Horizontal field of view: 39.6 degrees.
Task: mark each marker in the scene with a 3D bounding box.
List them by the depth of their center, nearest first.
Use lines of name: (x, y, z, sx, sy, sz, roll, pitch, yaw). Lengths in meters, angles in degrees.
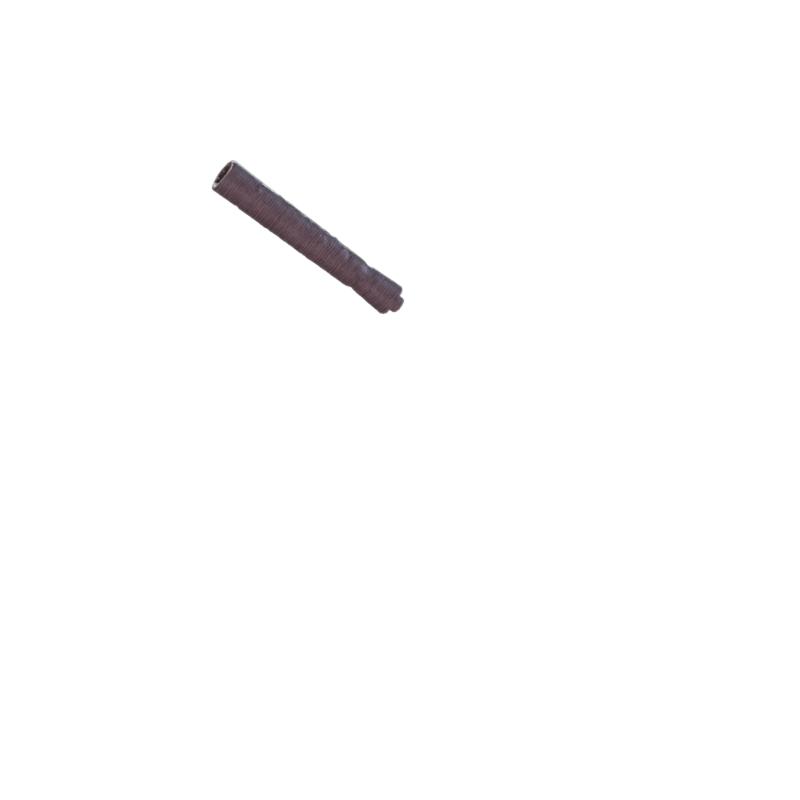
marker: (-0.045, -0.083, 0.580, 0.116, 0.020, 0.020, 35, -10, -19)
